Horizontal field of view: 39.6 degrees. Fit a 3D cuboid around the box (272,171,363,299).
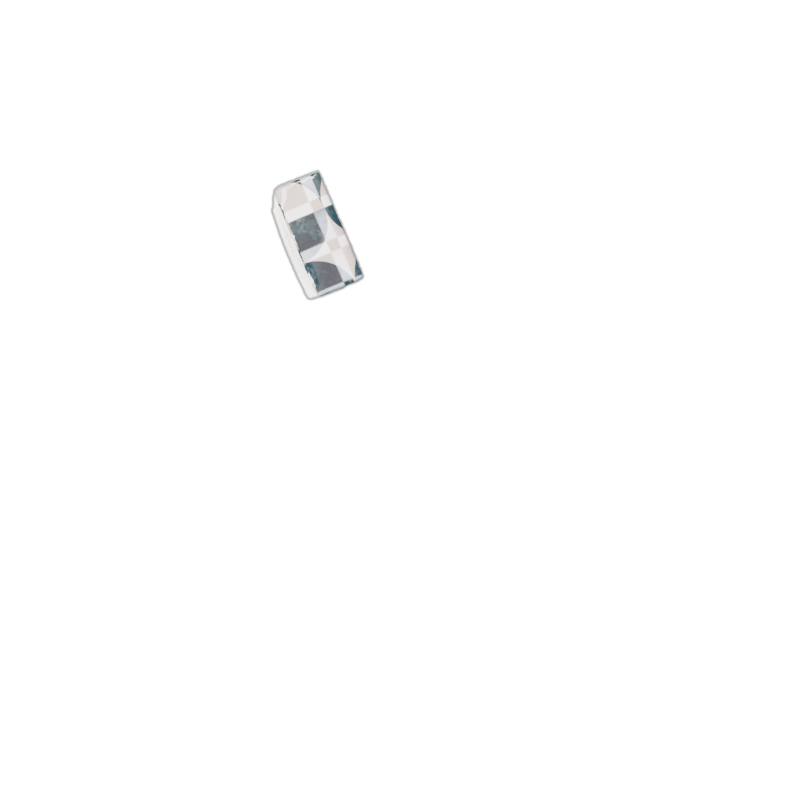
[{"bbox_3d":[-0.074,-0.134,0.938,0.048,0.093,0.177,-23,4,-2],"label":"box"}]
